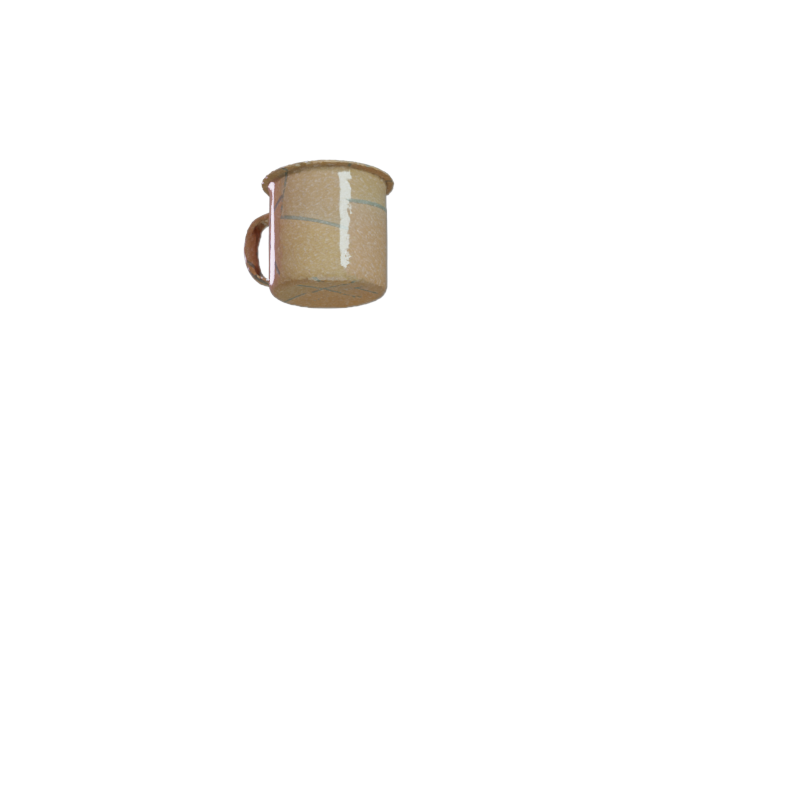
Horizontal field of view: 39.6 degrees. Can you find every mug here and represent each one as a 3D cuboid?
[{"bbox_3d":[-0.060,-0.110,0.772,0.120,0.085,0.088,-7,-15,29],"label":"mug"}]
